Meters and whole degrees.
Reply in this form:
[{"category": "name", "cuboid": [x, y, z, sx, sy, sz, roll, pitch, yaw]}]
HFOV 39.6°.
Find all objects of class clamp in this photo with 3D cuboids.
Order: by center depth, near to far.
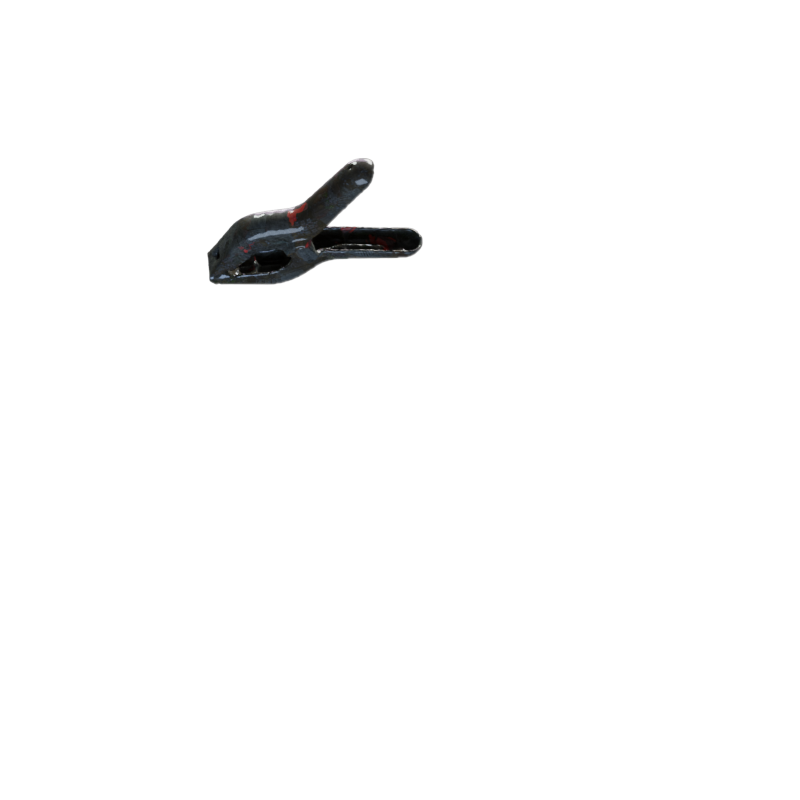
[{"category": "clamp", "cuboid": [-0.069, -0.126, 0.882, 0.173, 0.042, 0.111, -19, -39, 25]}]
